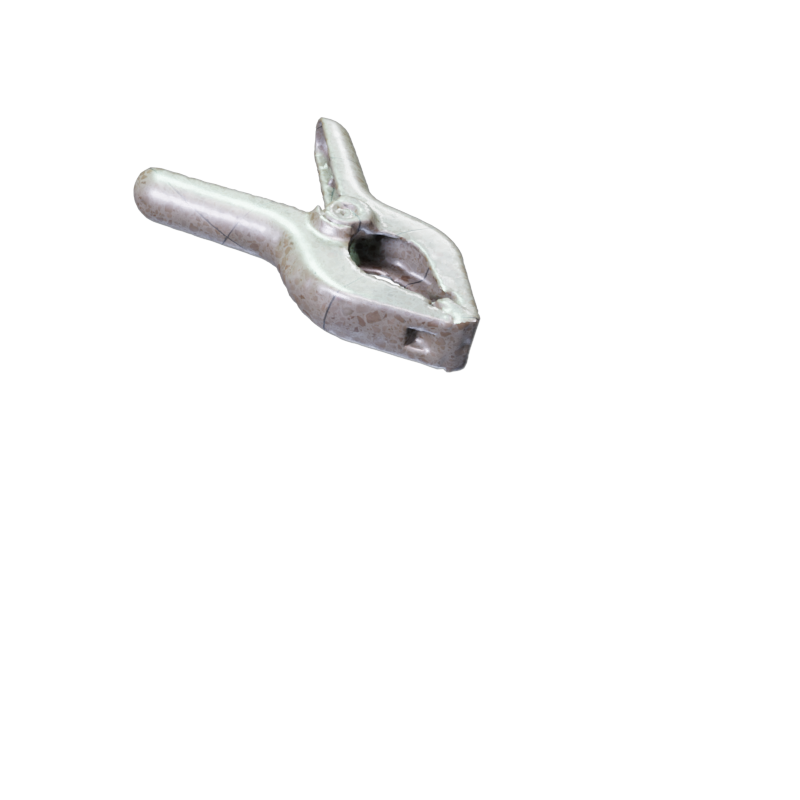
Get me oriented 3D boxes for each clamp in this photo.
[{"bbox_3d":[-0.039,-0.070,0.492,0.119,0.037,0.185,-21,46,-23],"label":"clamp"}]
